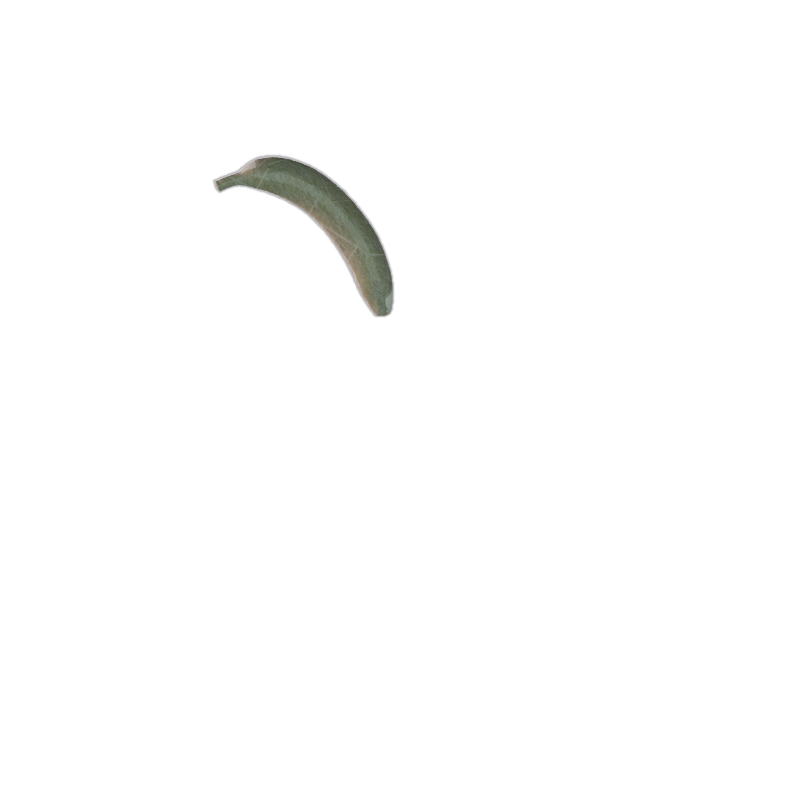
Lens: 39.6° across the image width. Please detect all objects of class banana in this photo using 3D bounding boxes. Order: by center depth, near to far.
[{"bbox_3d":[-0.069,-0.158,0.990,0.194,0.069,0.038,38,10,-8],"label":"banana"}]
